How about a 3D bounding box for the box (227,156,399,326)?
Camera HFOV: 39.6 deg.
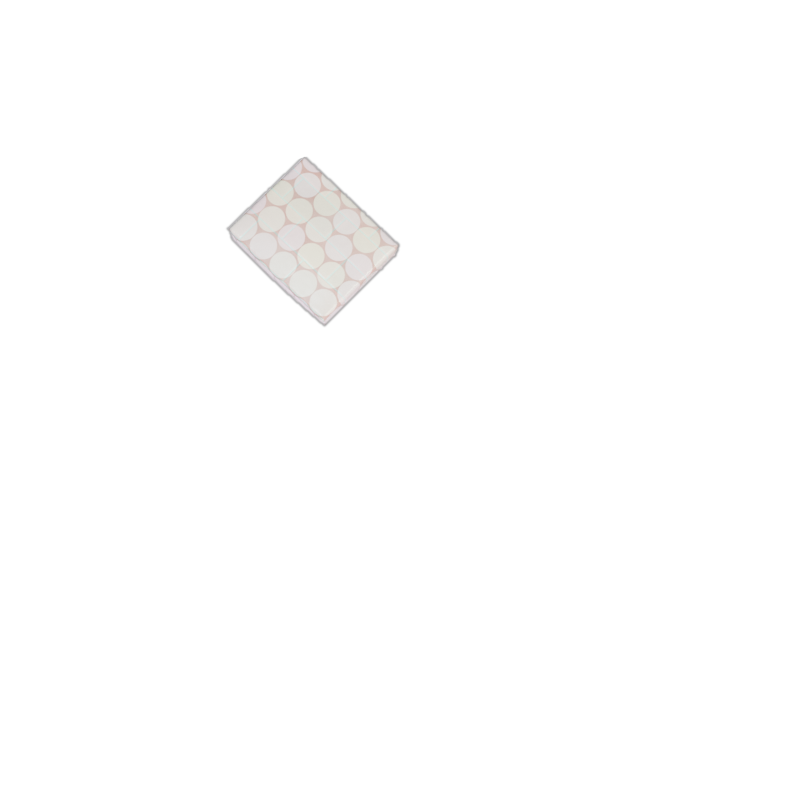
[{"bbox_3d":[-0.072,-0.131,0.916,0.116,0.090,0.038,44,-10,9],"label":"box"}]
